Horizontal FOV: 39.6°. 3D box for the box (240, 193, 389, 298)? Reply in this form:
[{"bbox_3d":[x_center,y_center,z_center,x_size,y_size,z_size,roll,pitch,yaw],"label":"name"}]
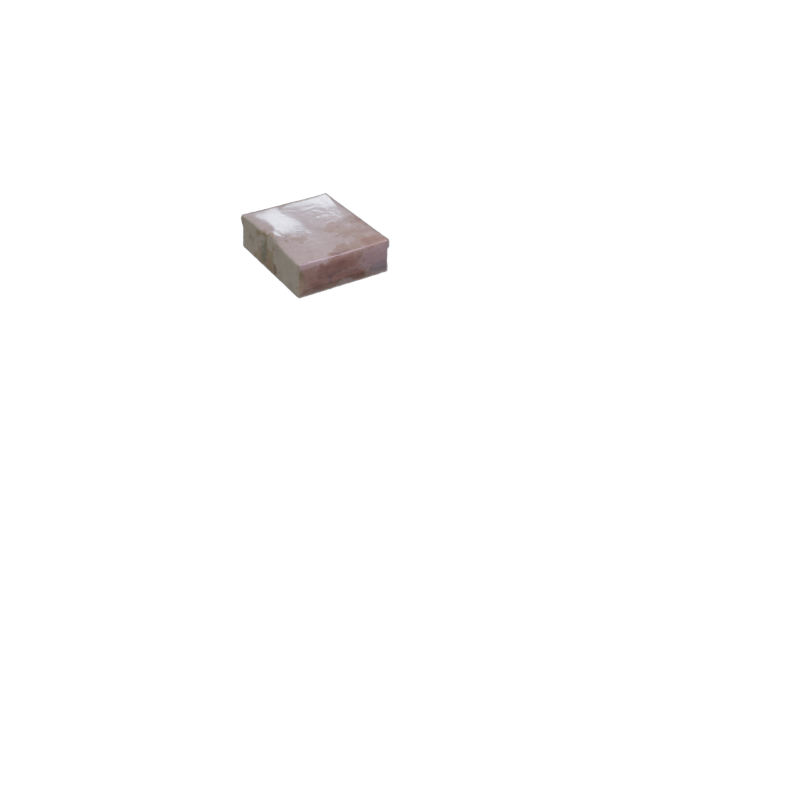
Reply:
[{"bbox_3d":[-0.062,-0.113,0.791,0.072,0.028,0.096,-19,39,-26],"label":"box"}]
